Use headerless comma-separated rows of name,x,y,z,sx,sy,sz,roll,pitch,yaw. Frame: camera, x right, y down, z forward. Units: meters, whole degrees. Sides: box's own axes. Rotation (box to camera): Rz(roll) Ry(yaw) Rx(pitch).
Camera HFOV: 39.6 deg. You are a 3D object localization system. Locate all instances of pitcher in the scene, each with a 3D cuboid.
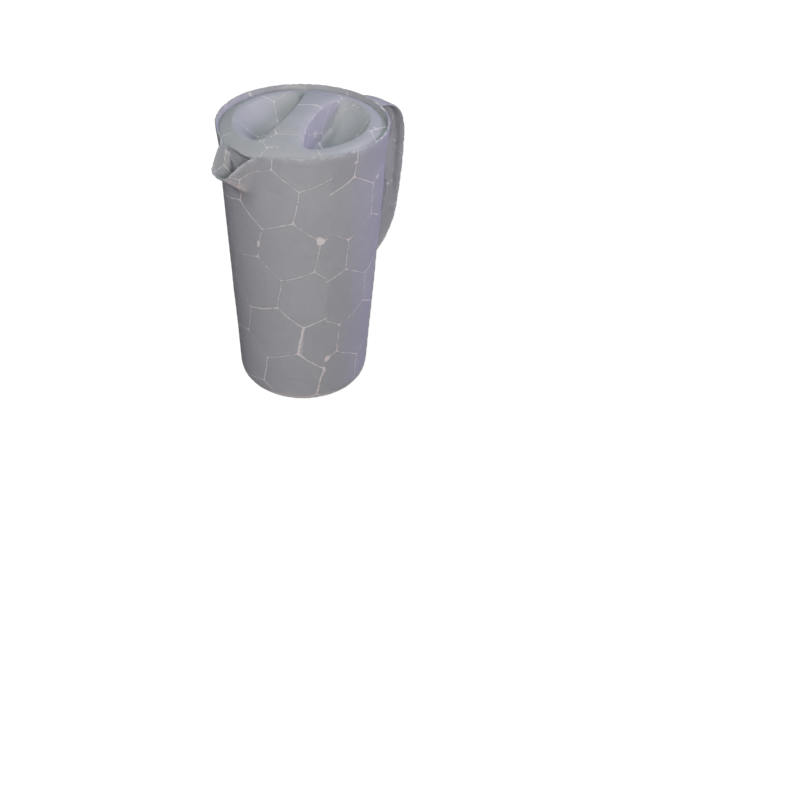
pitcher,-0.071,-0.129,0.906,0.149,0.227,0.155,1,36,-2
